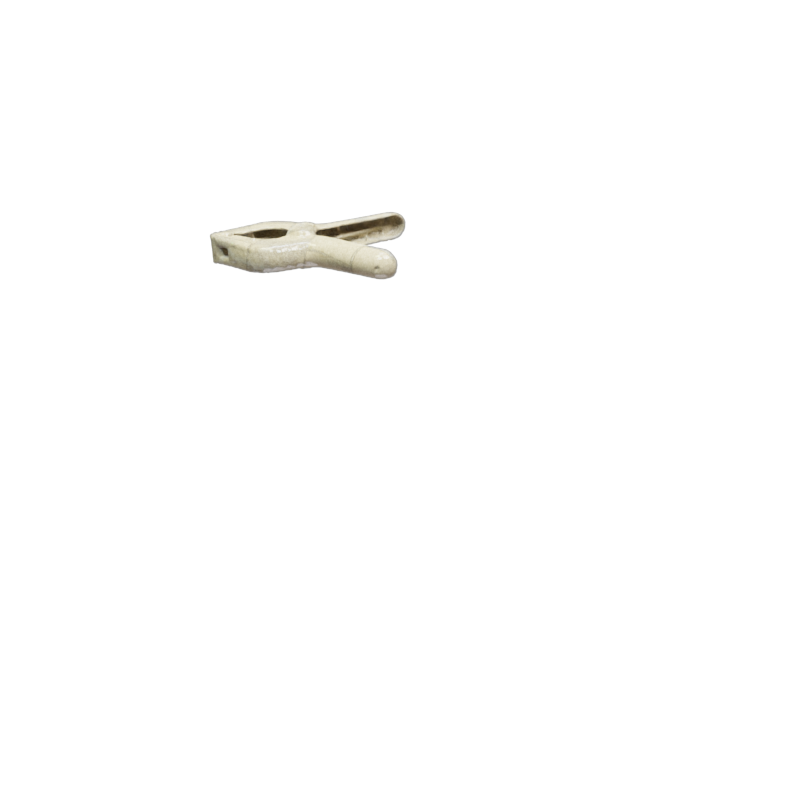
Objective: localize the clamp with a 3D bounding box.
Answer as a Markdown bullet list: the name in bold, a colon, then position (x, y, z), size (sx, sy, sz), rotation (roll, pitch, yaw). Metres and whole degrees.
- **clamp**: position (-0.075, -0.137, 0.962), size (0.175, 0.038, 0.122), rotation (6, 21, 14)
